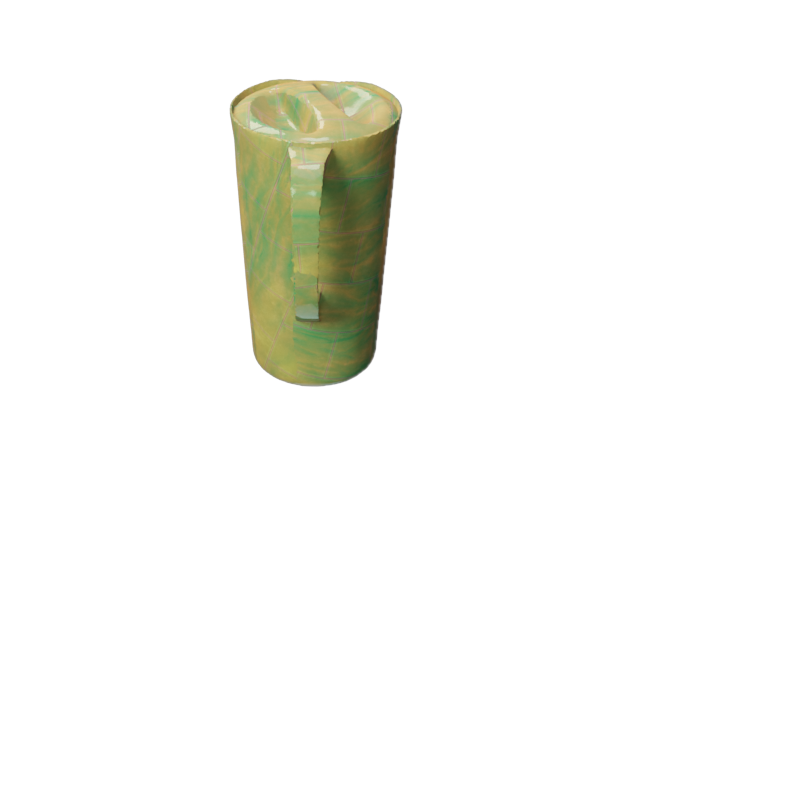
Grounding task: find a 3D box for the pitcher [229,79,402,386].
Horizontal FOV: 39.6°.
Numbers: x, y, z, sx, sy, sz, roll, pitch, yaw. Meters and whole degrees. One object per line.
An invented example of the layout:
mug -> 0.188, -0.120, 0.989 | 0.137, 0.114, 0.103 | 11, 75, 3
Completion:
pitcher -> -0.071, -0.129, 0.904 | 0.148, 0.228, 0.155 | -27, 42, -37
